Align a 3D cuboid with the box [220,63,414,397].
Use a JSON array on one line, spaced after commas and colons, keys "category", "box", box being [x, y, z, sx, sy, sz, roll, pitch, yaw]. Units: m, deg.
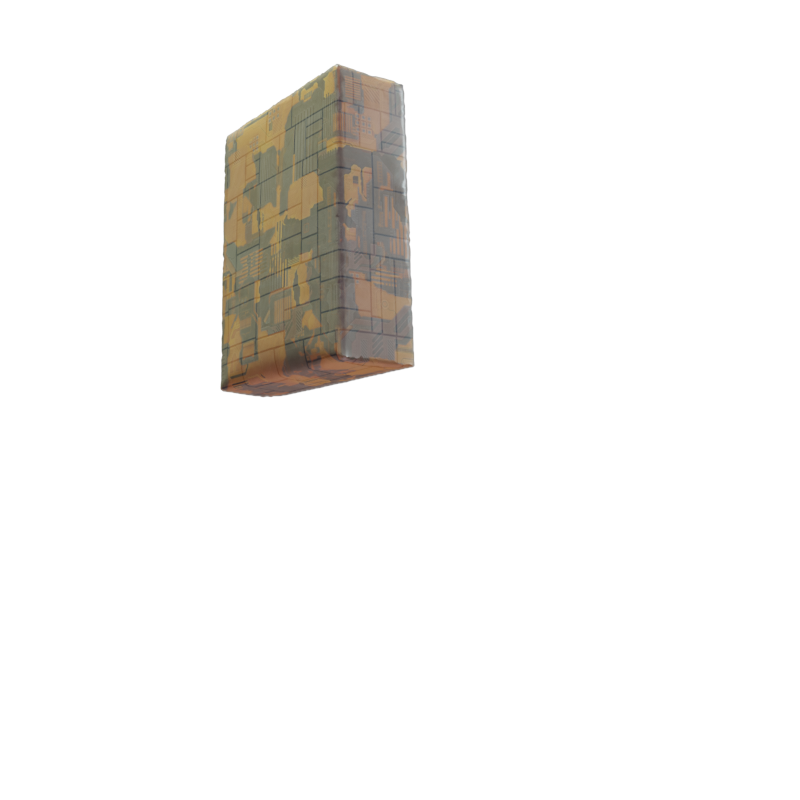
[{"category": "box", "box": [-0.065, -0.119, 0.832, 0.068, 0.222, 0.166, 11, -18, -36]}]
